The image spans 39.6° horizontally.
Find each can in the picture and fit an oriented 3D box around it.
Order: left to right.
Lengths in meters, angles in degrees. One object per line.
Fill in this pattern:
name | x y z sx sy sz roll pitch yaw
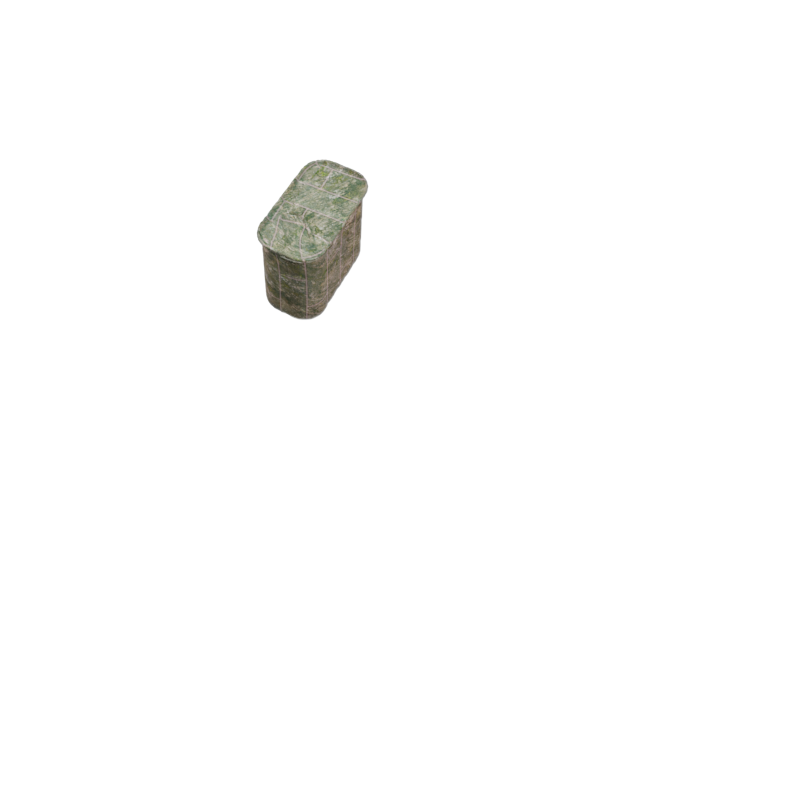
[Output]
can | -0.070 -0.127 0.888 0.059 0.105 0.078 23 -33 13
